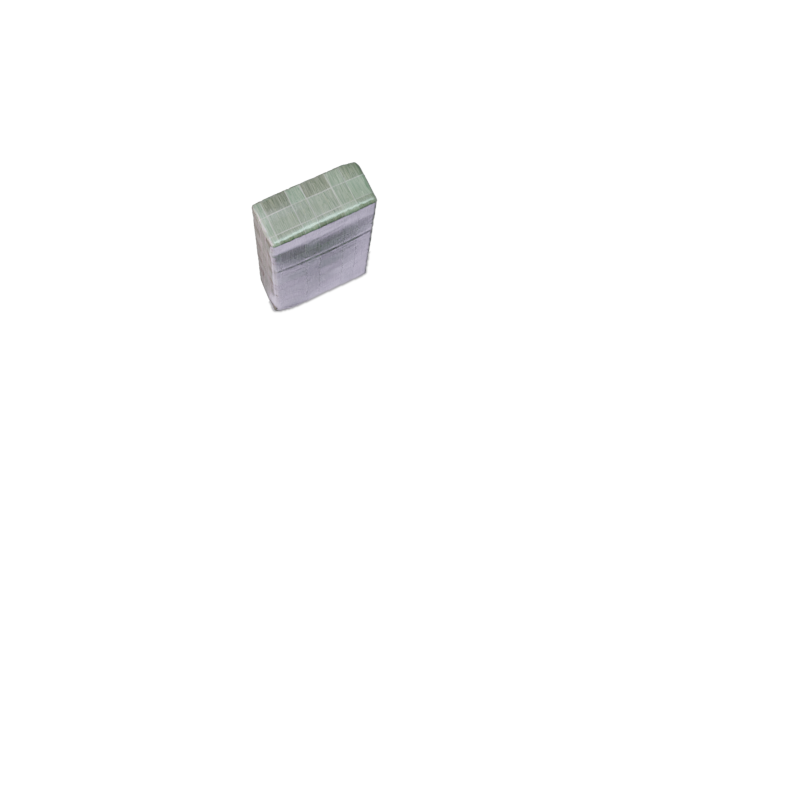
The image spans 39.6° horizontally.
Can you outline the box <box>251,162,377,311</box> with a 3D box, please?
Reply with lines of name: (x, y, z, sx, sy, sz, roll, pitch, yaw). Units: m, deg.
box: (-0.073, -0.133, 0.930, 0.093, 0.050, 0.169, -25, -13, -10)
